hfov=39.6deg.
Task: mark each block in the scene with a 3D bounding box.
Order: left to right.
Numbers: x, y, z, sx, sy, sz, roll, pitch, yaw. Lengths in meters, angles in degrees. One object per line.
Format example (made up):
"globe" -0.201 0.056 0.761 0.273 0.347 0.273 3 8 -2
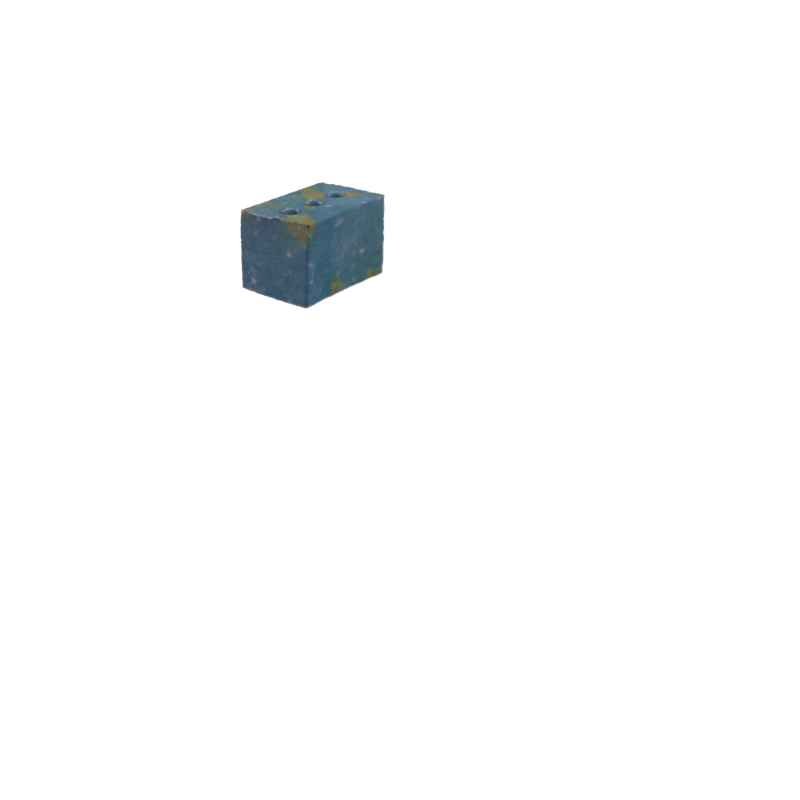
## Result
"block" -0.052 -0.095 0.668 0.055 0.049 0.078 16 28 31
